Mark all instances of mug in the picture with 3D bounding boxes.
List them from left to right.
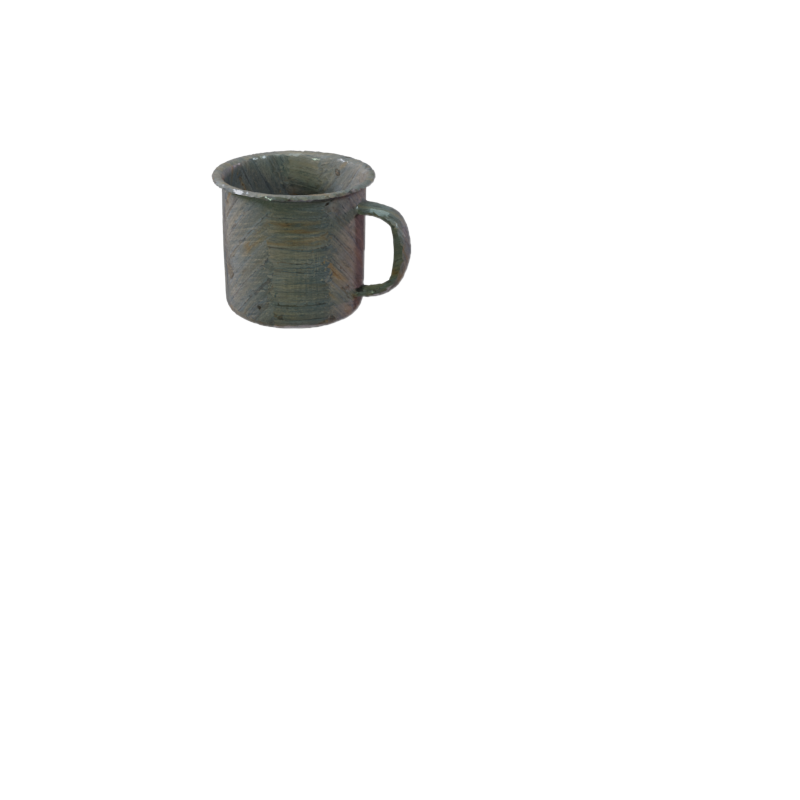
[{"bbox_3d":[-0.050,-0.091,0.637,0.121,0.078,0.095,9,26,18],"label":"mug"}]
